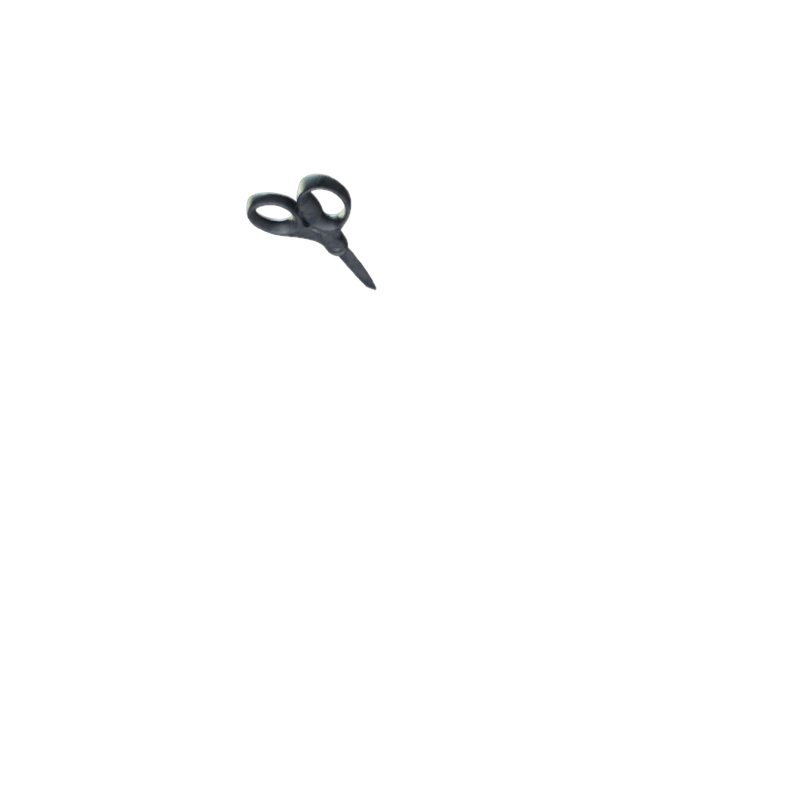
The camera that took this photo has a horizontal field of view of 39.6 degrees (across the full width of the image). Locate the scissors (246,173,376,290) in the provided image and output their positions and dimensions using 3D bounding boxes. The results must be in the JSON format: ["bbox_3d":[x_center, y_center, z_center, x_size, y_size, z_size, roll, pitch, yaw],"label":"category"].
[{"bbox_3d":[-0.076,-0.138,0.966,0.097,0.017,0.190,-2,-22,4],"label":"scissors"}]
